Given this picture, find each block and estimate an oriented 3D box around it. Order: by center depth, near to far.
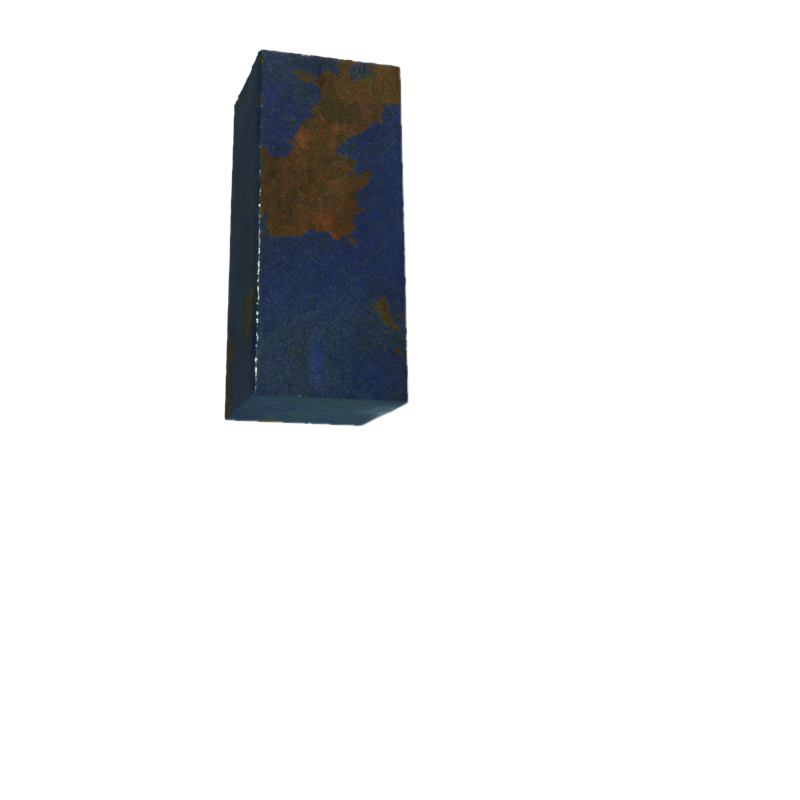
[{"bbox_3d":[-0.052,-0.095,0.670,0.089,0.215,0.089,4,-17,-16],"label":"block"}]
